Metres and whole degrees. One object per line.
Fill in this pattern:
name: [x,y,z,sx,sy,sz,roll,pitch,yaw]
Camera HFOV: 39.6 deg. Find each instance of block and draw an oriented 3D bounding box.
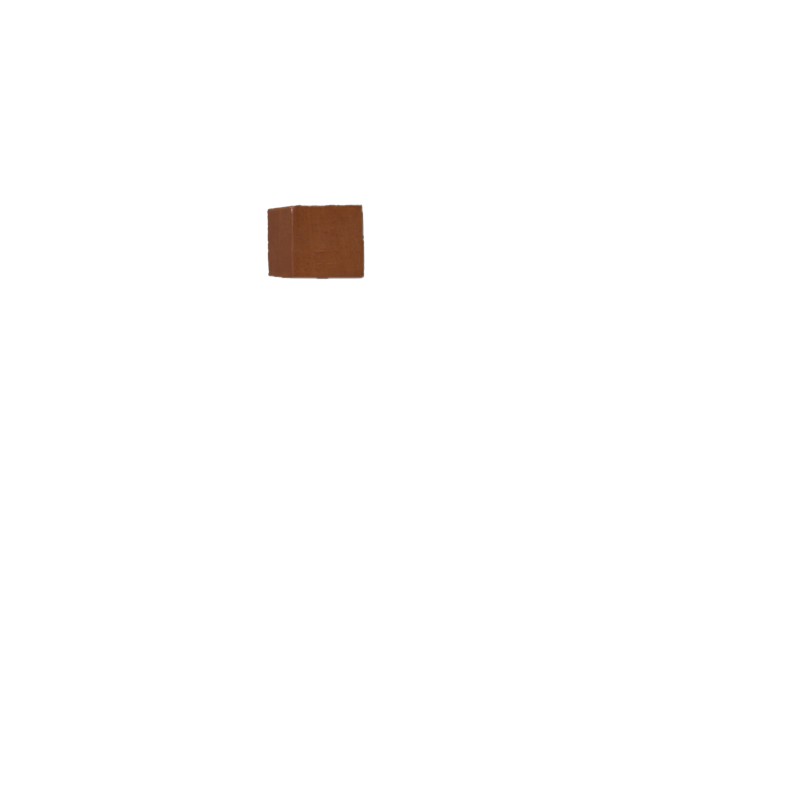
block: [-0.062,-0.113,0.790,0.052,0.051,0.080,-1,6,-19]
